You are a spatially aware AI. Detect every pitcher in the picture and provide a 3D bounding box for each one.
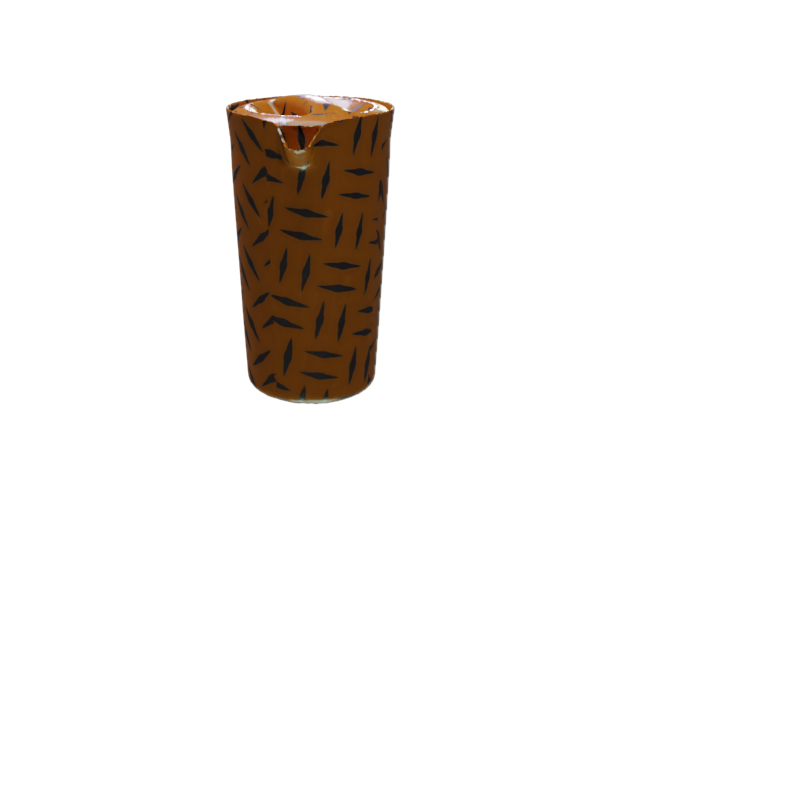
[{"bbox_3d":[-0.072,-0.131,0.918,0.146,0.234,0.154,-15,24,-40],"label":"pitcher"}]
